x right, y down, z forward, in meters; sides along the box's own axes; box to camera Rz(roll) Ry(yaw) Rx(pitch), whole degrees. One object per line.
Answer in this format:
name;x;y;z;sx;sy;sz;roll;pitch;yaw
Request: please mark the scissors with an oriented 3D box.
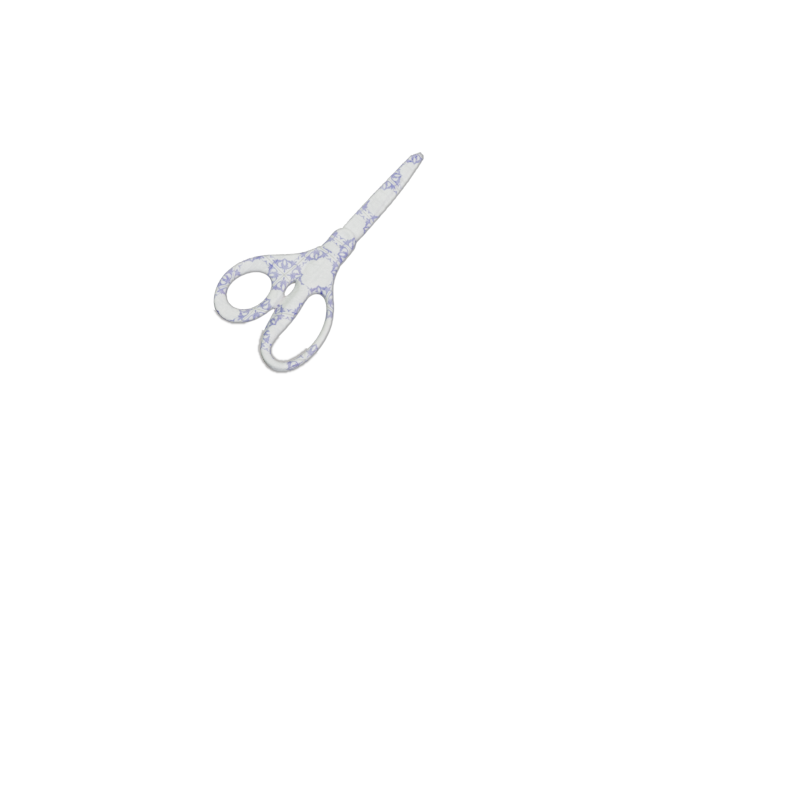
scissors;-0.063;-0.115;0.808;0.098;0.209;0.015;20;-23;9
